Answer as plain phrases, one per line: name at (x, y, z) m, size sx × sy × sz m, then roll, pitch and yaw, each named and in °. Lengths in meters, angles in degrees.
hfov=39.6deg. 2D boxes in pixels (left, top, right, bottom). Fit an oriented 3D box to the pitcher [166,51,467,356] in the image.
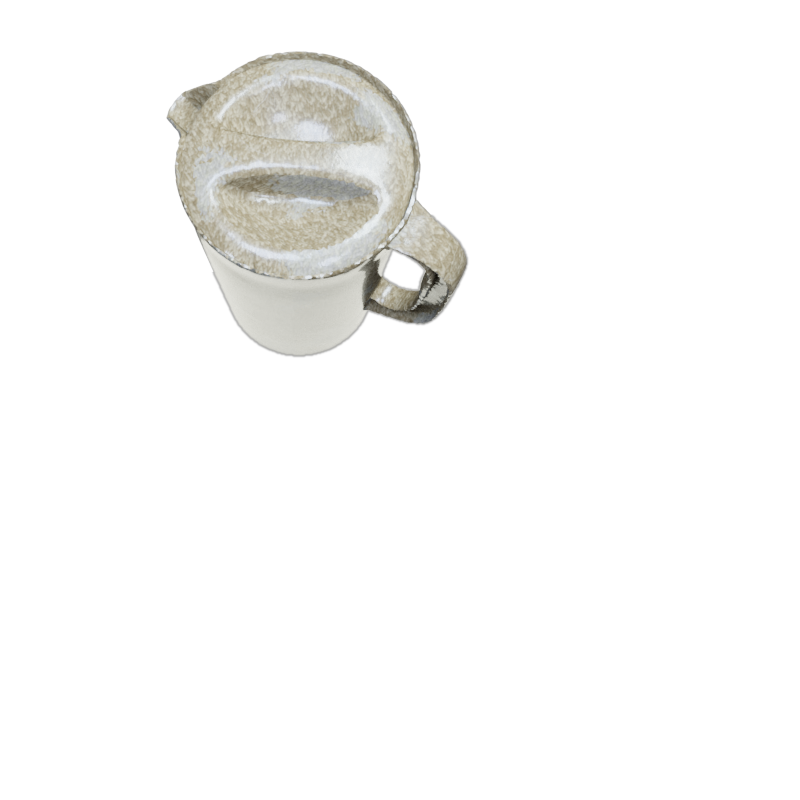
pitcher at (-0.055, -0.100, 0.702) m, size 0.144 × 0.156 × 0.234 m, roll -15°, pitch -12°, yaw -7°
